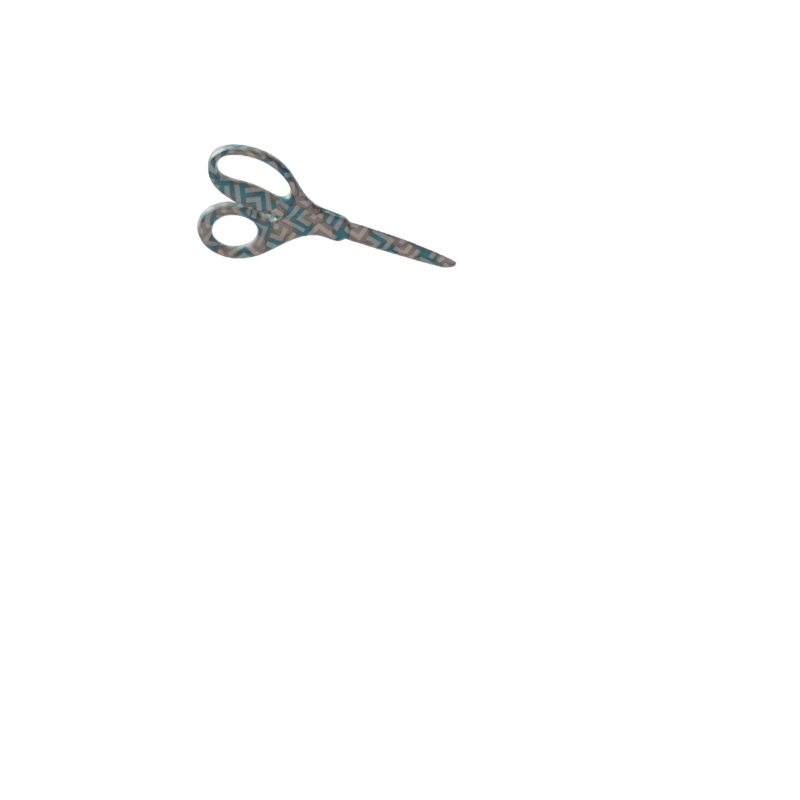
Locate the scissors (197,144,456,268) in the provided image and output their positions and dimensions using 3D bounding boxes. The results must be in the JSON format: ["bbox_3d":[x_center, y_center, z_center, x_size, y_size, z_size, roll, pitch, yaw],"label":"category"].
[{"bbox_3d":[-0.066,-0.120,0.838,0.195,0.094,0.017,32,22,-15],"label":"scissors"}]
